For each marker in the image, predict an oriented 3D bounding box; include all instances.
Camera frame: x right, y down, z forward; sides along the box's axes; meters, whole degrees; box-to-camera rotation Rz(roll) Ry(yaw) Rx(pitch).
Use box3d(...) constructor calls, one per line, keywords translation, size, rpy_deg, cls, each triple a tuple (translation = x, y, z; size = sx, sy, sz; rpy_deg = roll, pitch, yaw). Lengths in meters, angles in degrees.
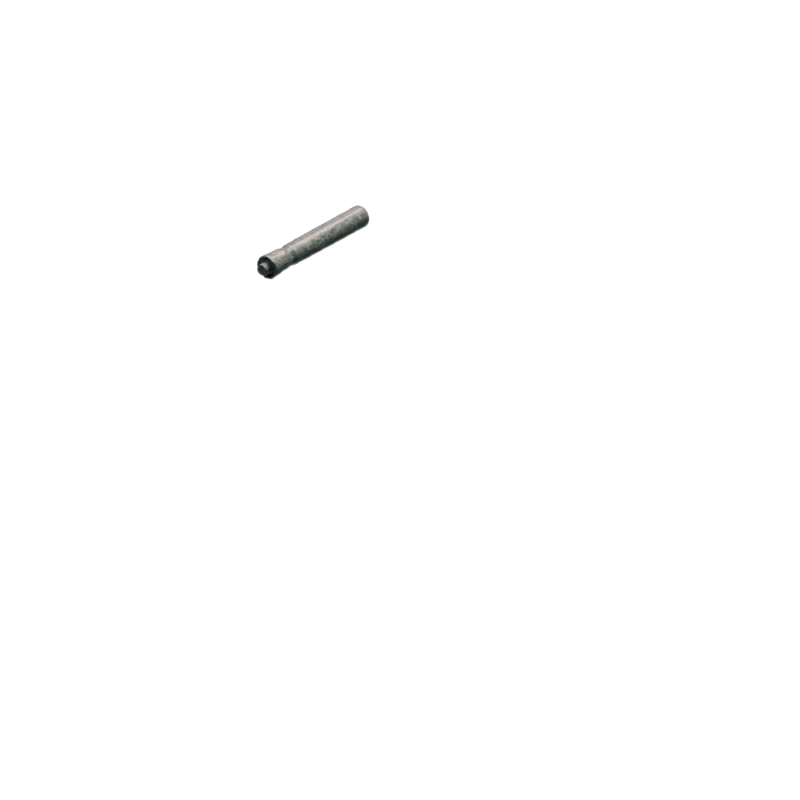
box3d(translation=(-0.067, -0.122, 0.853), size=(0.021, 0.019, 0.122), rpy_deg=(3, 28, 39), cls="marker")
